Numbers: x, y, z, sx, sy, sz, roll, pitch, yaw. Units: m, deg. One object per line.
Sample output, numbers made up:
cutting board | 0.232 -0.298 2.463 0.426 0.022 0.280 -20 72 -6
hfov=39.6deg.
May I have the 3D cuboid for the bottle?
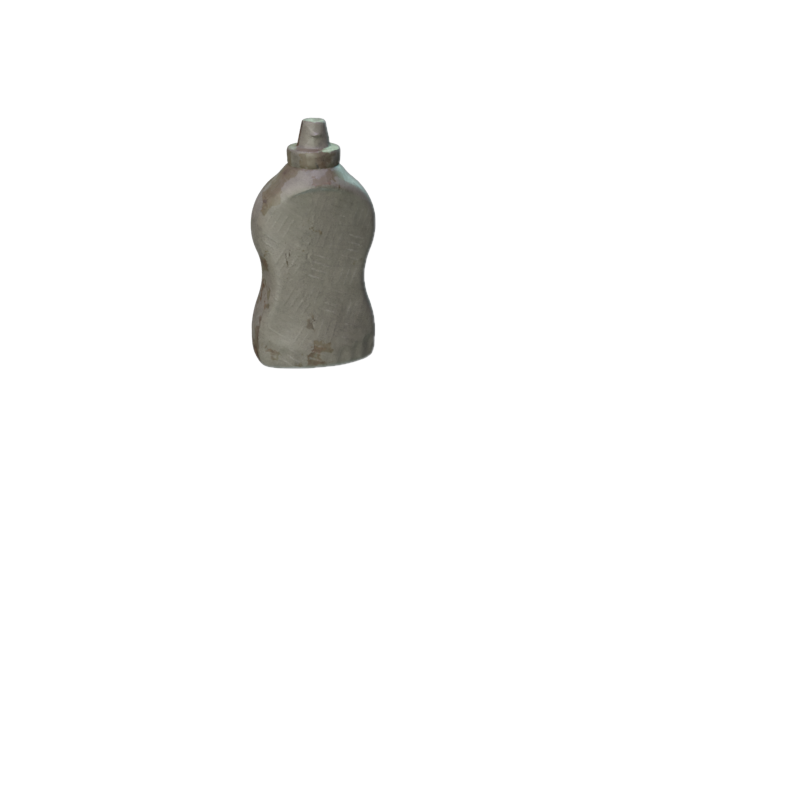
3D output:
bottle | -0.067 -0.122 0.858 0.095 0.184 0.062 -3 18 -13
